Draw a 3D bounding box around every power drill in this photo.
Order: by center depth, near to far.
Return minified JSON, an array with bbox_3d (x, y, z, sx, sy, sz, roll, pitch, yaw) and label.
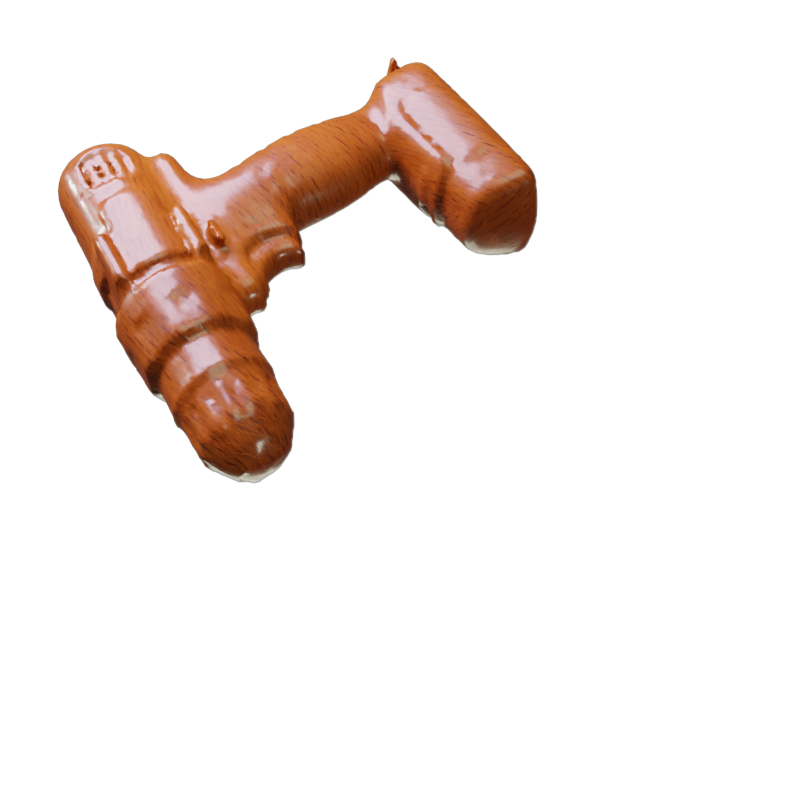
[{"bbox_3d":[-0.038,-0.069,0.481,0.186,0.199,0.053,-23,-35,-18],"label":"power drill"}]
